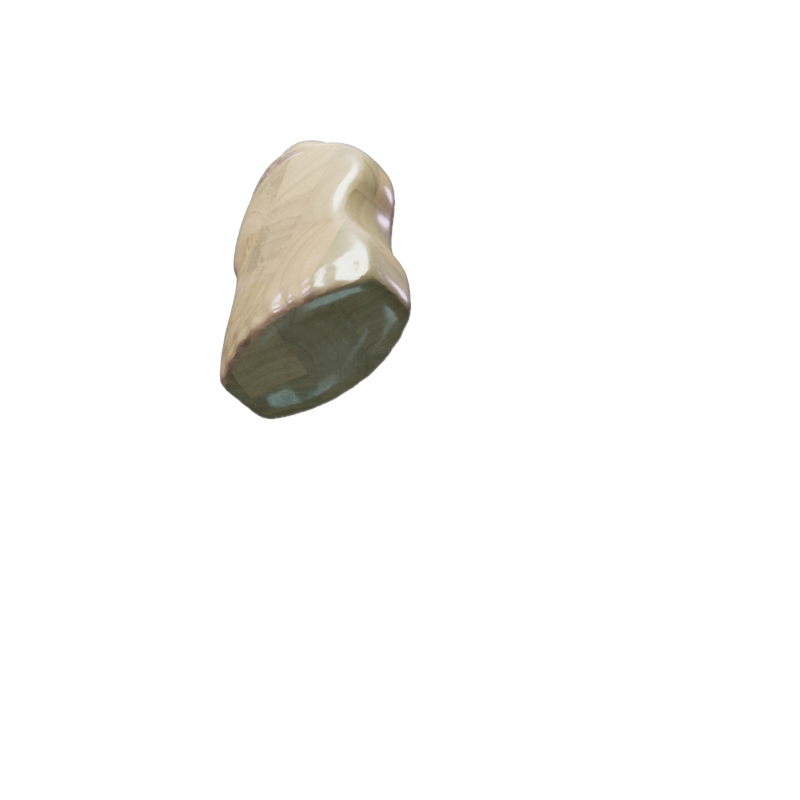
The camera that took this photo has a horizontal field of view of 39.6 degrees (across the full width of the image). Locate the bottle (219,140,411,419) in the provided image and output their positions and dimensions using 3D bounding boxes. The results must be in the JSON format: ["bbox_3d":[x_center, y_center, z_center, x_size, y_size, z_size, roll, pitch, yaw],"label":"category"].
[{"bbox_3d":[-0.046,-0.083,0.579,0.095,0.205,0.055,-37,-58,22],"label":"bottle"}]
